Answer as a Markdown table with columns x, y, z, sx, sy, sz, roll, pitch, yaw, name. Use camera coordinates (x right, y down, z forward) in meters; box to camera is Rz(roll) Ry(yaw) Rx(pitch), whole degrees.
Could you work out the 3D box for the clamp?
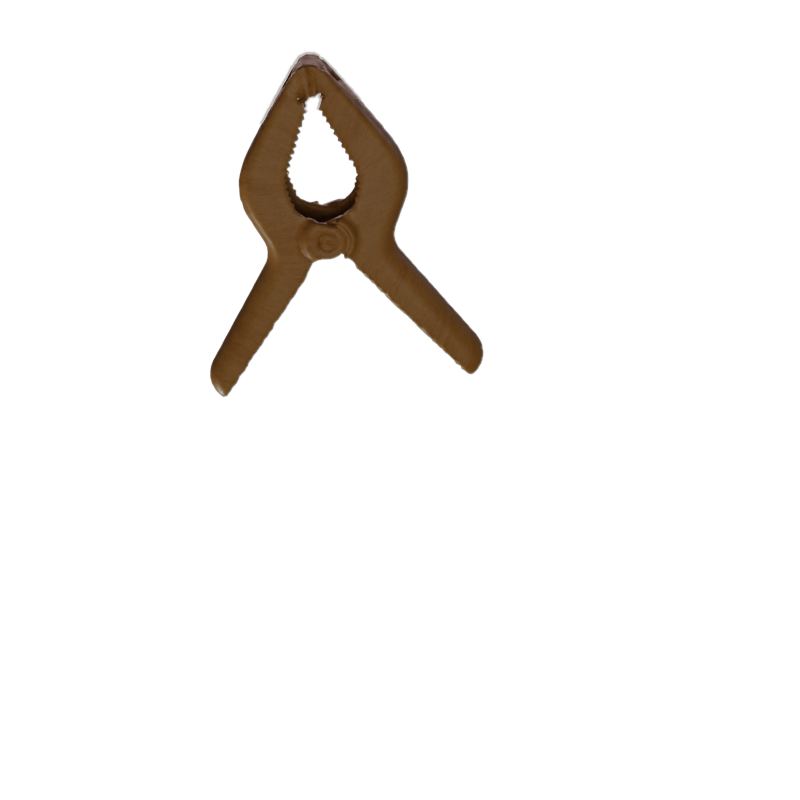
| x | y | z | sx | sy | sz | roll | pitch | yaw | name |
| --- | --- | --- | --- | --- | --- | --- | --- | --- | --- |
| -0.050 | -0.091 | 0.637 | 0.165 | 0.198 | 0.038 | -12 | 25 | 5 | clamp |
